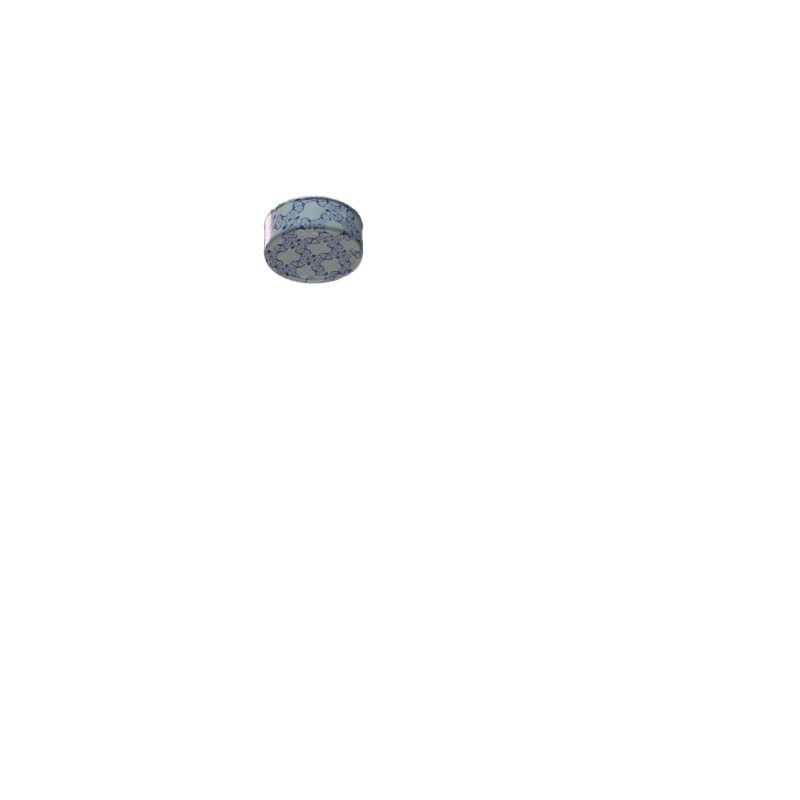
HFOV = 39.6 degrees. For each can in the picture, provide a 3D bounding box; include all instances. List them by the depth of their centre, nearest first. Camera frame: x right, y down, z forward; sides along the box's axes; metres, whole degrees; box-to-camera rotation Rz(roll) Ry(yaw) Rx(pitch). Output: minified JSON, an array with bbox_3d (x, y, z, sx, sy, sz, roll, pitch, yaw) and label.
[{"bbox_3d":[-0.074,-0.135,0.946,0.086,0.036,0.081,1,-30,-2],"label":"can"}]
